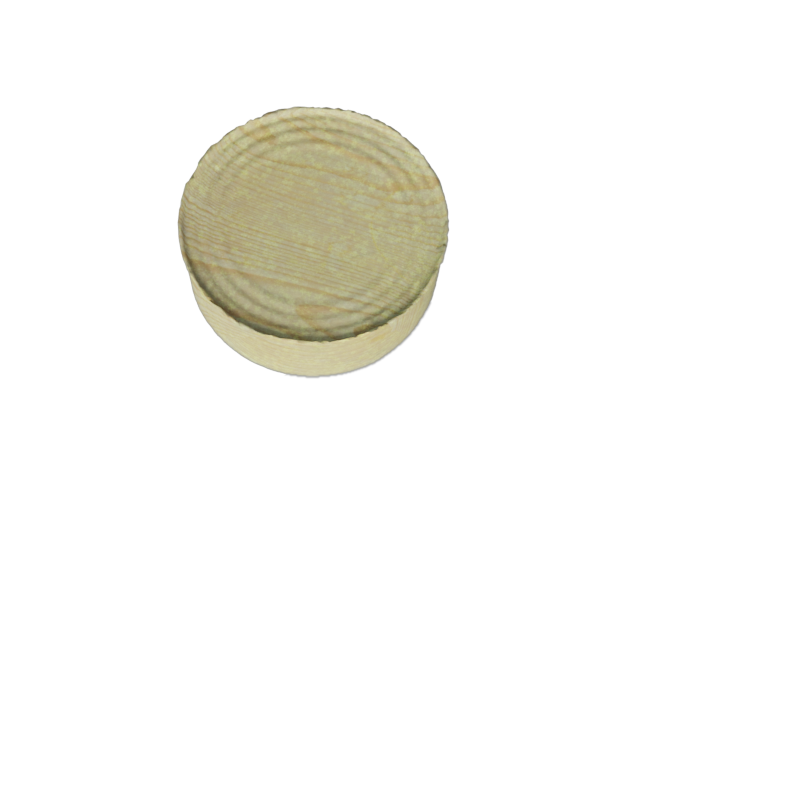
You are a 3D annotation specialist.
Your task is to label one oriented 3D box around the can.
[{"bbox_3d":[-0.028,-0.052,0.364,0.086,0.091,0.032,-1,-25,-1],"label":"can"}]
